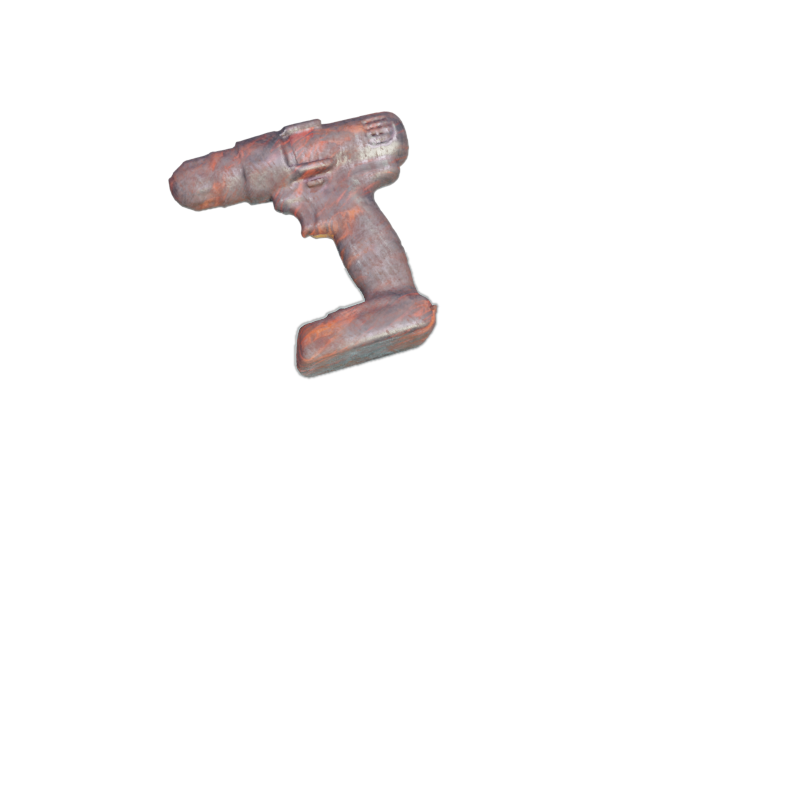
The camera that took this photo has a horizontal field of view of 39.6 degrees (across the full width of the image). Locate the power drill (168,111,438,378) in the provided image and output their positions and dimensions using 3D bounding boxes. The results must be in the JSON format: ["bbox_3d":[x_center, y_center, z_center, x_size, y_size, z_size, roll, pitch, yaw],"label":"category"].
[{"bbox_3d":[-0.064,-0.116,0.815,0.184,0.197,0.055,-15,-19,-6],"label":"power drill"}]
